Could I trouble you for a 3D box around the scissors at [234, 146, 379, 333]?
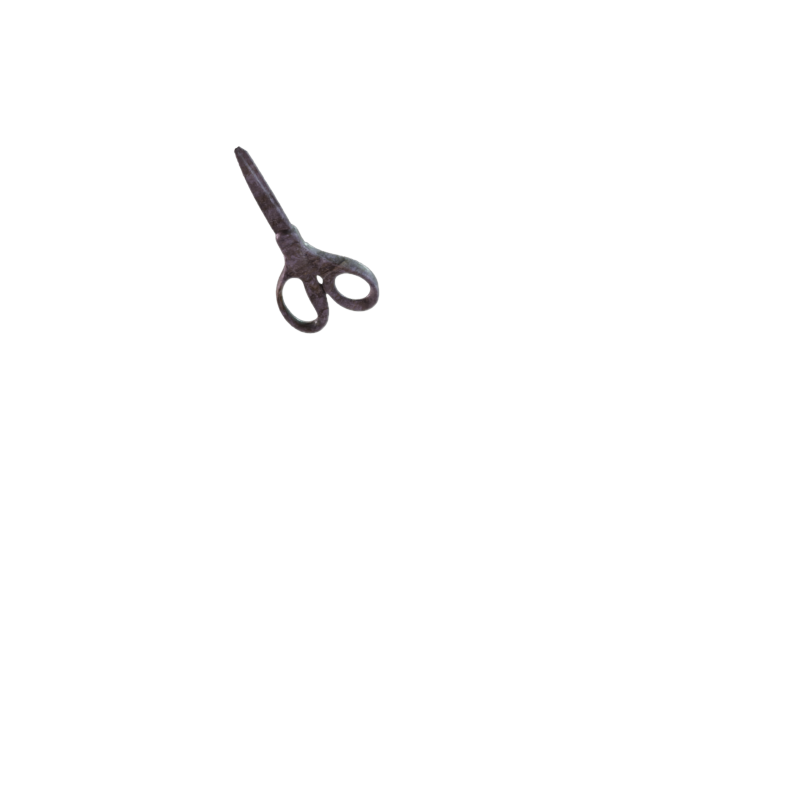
[{"bbox_3d":[-0.070,-0.127,0.890,0.097,0.017,0.187,-3,-44,3],"label":"scissors"}]
